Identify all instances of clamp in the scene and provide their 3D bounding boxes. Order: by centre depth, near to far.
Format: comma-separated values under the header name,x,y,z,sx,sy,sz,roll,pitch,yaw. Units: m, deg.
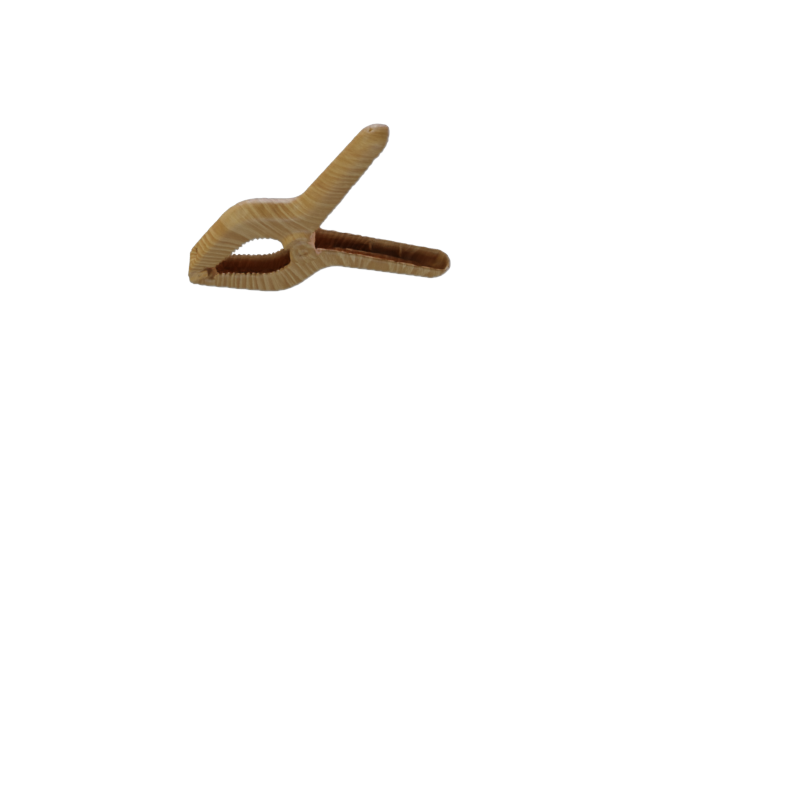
name,x,y,z,sx,sy,sz,roll,pitch,yaw
clamp,-0.070,-0.128,0.897,0.211,0.039,0.152,-19,-45,20
